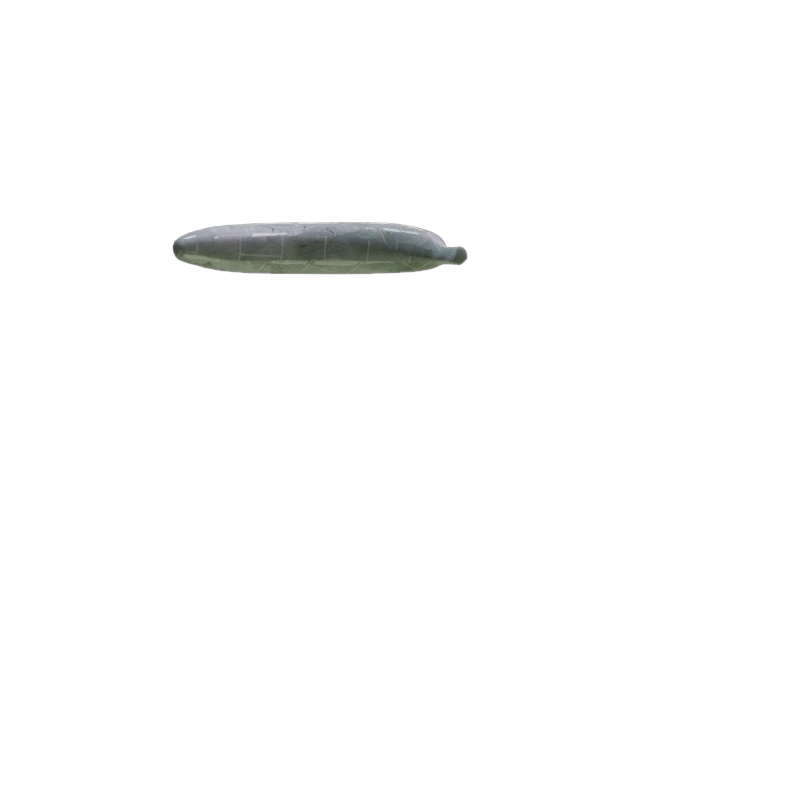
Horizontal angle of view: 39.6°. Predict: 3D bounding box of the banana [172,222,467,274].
[{"bbox_3d":[-0.055,-0.107,0.771,0.199,0.037,0.068,0,-2,3],"label":"banana"}]
